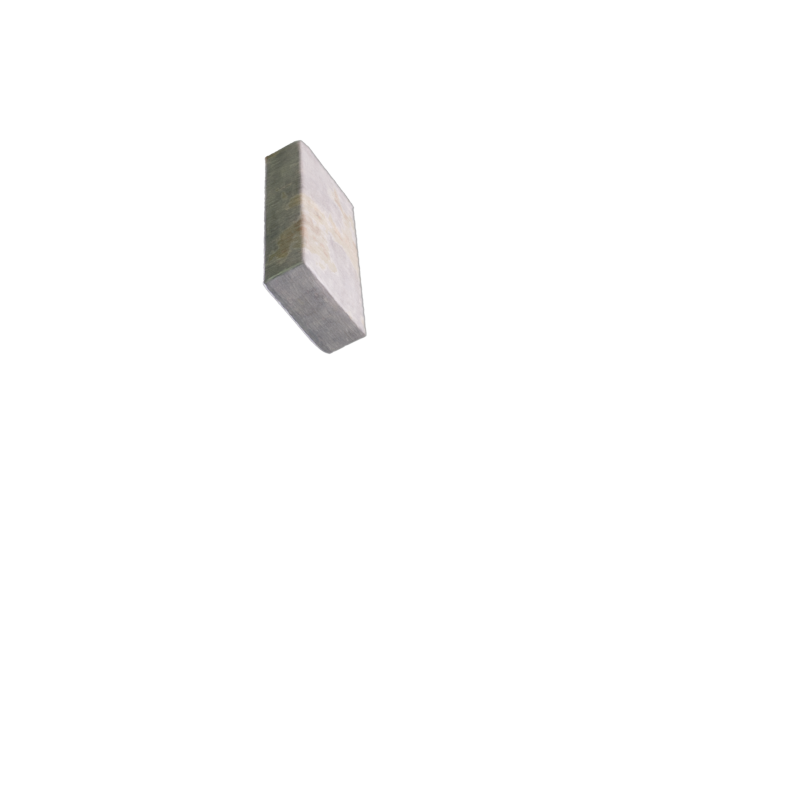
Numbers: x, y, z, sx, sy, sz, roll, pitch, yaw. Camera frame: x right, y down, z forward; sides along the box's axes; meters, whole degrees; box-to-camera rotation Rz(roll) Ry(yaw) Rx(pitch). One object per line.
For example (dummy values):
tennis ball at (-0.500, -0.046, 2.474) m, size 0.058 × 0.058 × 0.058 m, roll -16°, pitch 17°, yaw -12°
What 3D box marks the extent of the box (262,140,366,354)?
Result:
box at (-0.072, -0.131, 0.916) m, size 0.048 × 0.189 × 0.087 m, roll -26°, pitch -50°, yaw 19°
